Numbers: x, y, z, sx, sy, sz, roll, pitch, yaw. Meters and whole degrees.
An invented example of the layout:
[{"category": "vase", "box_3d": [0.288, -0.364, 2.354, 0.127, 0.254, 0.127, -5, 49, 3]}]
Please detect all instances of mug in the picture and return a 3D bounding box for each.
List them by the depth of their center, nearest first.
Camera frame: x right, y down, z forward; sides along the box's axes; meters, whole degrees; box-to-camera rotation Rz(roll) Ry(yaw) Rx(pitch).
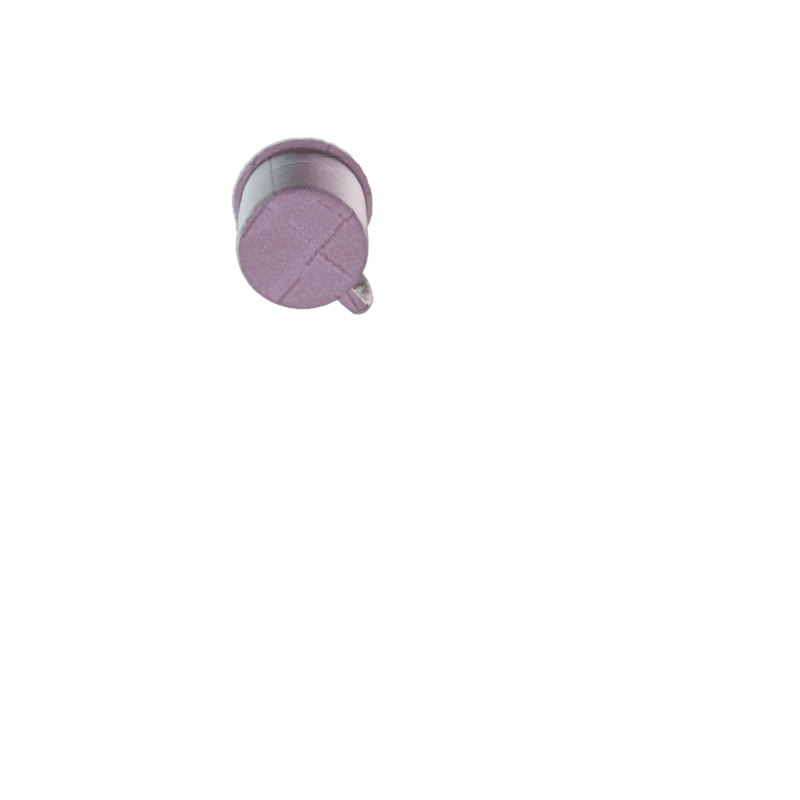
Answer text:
[{"category": "mug", "box_3d": [-0.055, -0.101, 0.709, 0.093, 0.111, 0.086, -31, 23, 13]}]
